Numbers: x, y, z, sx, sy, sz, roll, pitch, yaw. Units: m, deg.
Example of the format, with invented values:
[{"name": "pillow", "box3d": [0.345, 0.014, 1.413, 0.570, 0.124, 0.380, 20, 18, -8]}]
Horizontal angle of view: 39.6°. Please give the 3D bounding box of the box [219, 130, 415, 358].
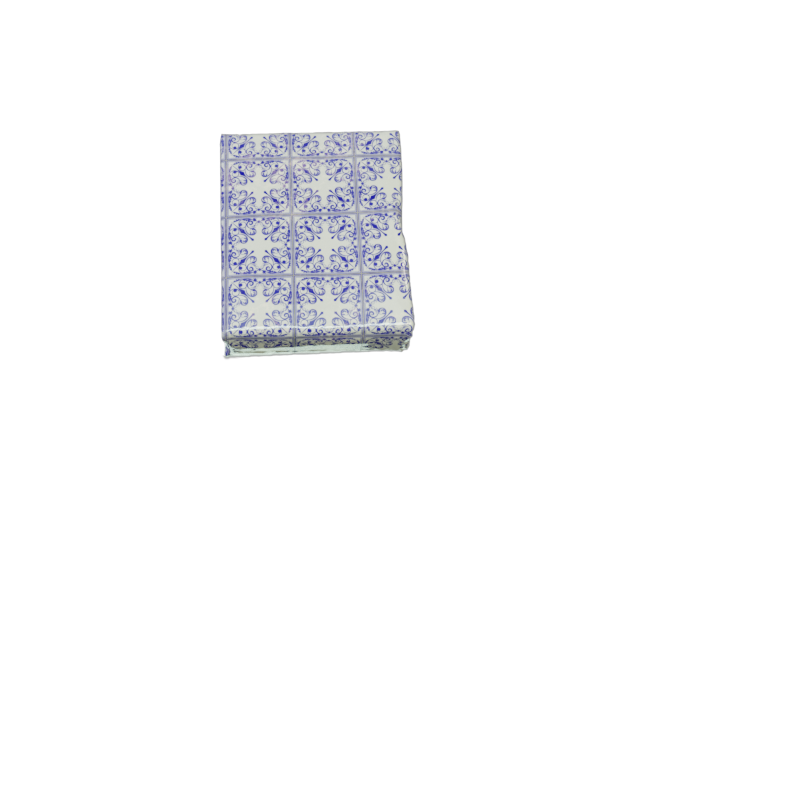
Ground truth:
[{"name": "box", "box3d": [-0.034, -0.062, 0.438, 0.073, 0.094, 0.029, -2, -24, -2]}]
